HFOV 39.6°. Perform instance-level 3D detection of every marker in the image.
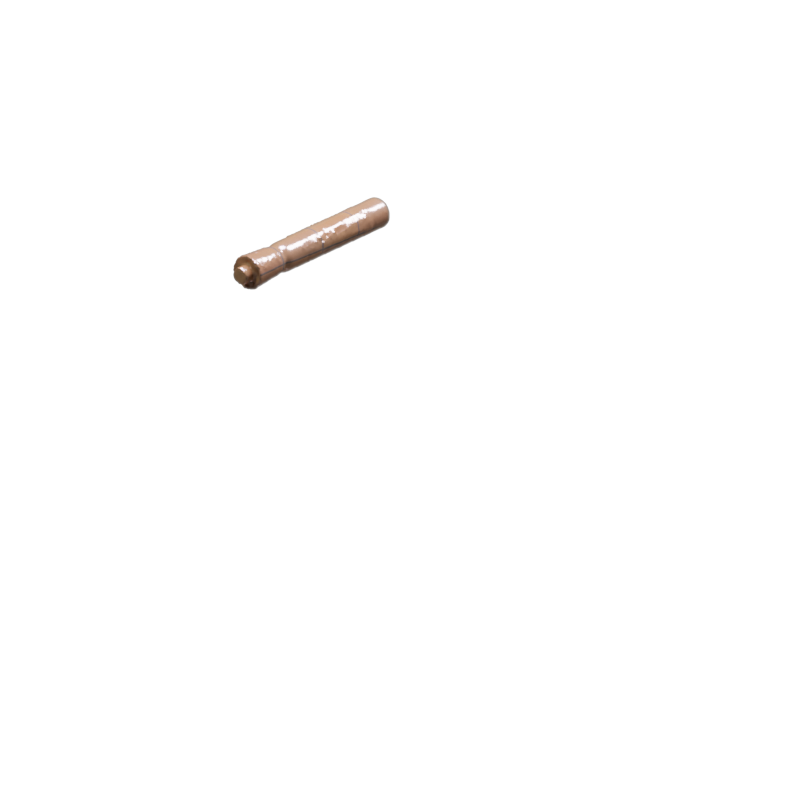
[{"bbox_3d":[-0.048,-0.087,0.609,0.021,0.019,0.121,3,25,37],"label":"marker"}]
